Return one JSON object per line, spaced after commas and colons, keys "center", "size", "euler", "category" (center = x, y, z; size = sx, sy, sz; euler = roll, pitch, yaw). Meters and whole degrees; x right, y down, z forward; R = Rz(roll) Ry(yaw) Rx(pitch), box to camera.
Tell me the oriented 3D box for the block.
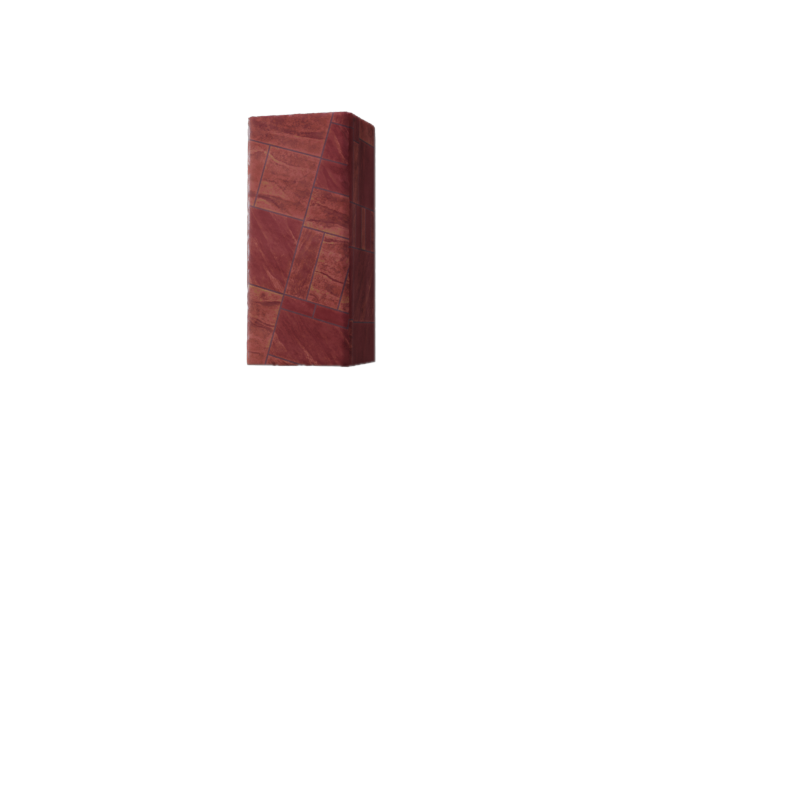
{"center": [-0.073, -0.134, 0.941], "size": [0.092, 0.208, 0.088], "euler": [-1, -2, 16], "category": "block"}
